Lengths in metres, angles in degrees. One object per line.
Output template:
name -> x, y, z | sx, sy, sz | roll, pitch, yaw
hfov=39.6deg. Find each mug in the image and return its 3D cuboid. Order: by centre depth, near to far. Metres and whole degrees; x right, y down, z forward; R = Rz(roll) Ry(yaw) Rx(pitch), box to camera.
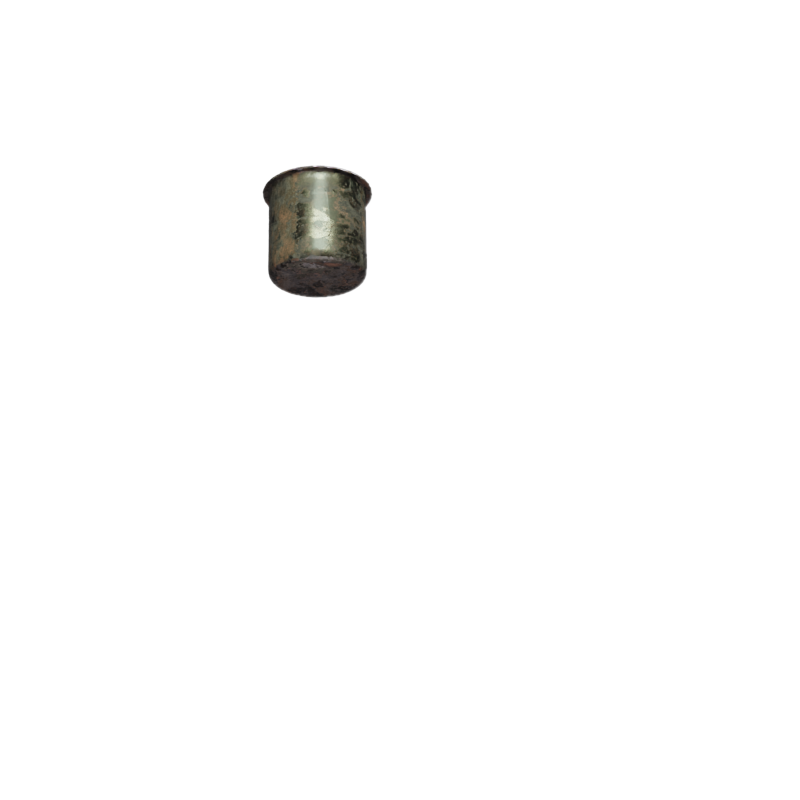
mug -> -0.073, -0.134, 0.936 | 0.091, 0.086, 0.114 | 7, -24, -18
